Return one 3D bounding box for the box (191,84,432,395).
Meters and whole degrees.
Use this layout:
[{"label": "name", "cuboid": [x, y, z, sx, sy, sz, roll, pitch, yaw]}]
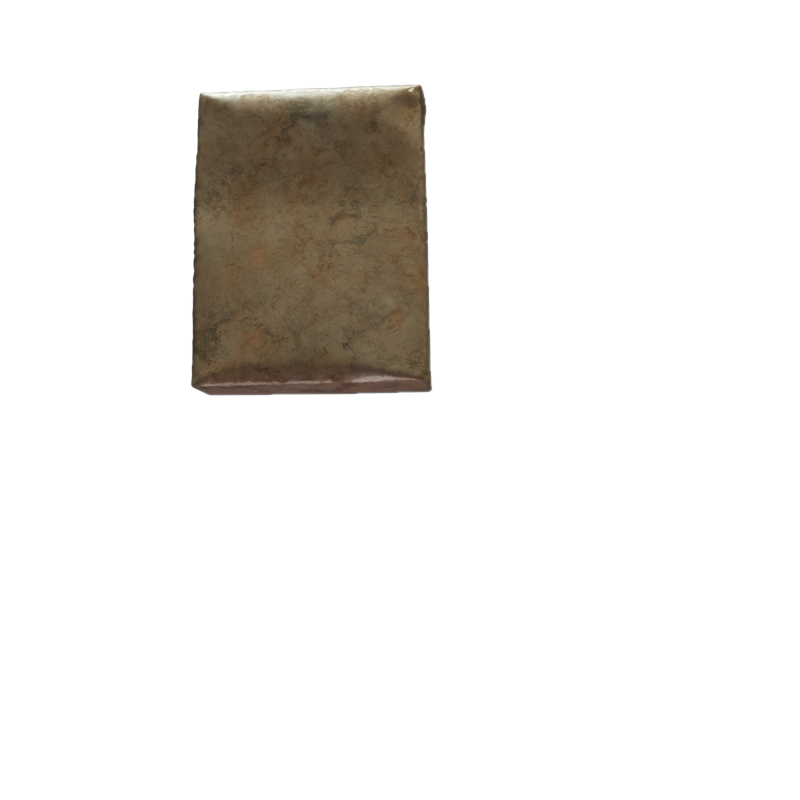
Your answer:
[{"label": "box", "cuboid": [-0.062, -0.113, 0.789, 0.165, 0.220, 0.069, -1, -11, 5]}]
